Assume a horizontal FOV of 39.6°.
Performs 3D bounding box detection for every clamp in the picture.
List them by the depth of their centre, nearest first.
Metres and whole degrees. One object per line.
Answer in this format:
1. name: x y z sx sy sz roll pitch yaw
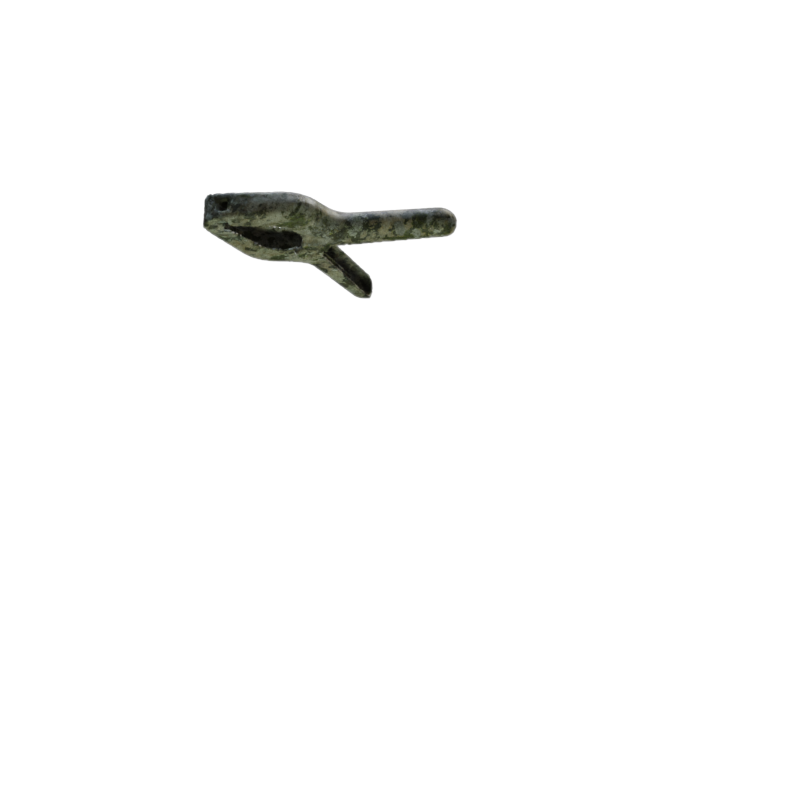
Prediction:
1. clamp: -0.077 -0.141 0.986 0.204 0.038 0.160 8 -23 -19
